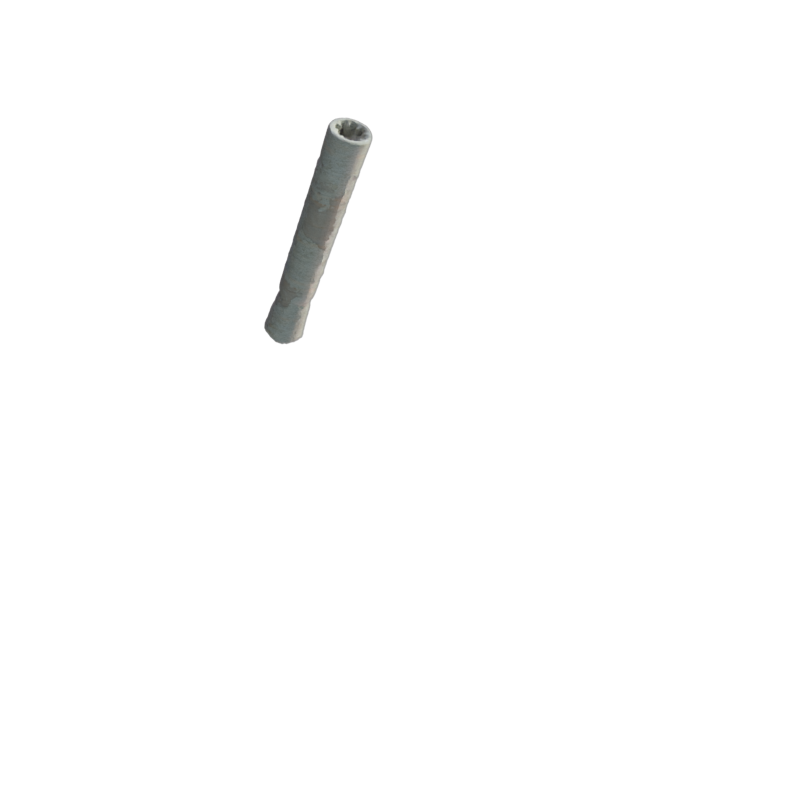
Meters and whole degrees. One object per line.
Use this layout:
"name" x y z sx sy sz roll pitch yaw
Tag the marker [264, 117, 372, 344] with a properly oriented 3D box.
"marker" -0.038 -0.069 0.483 0.019 0.021 0.115 12 -48 -14
